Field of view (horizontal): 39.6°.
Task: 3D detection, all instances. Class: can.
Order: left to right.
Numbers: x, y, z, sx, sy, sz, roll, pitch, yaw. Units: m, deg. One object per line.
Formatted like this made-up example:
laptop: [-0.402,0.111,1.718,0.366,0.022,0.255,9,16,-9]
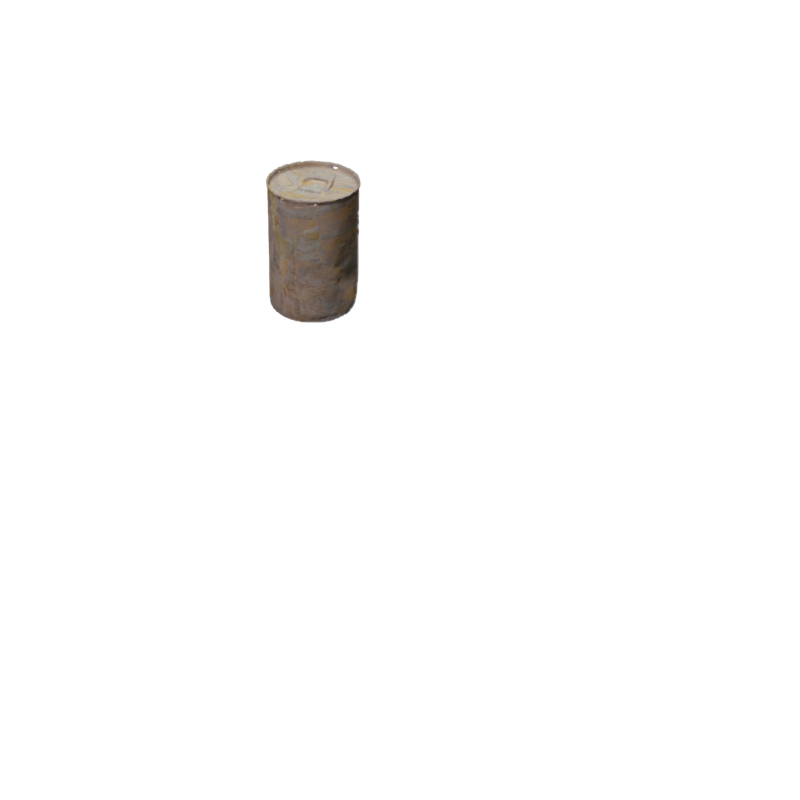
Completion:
can: [-0.064,-0.117,0.820,0.068,0.096,0.073,0,32,-3]
